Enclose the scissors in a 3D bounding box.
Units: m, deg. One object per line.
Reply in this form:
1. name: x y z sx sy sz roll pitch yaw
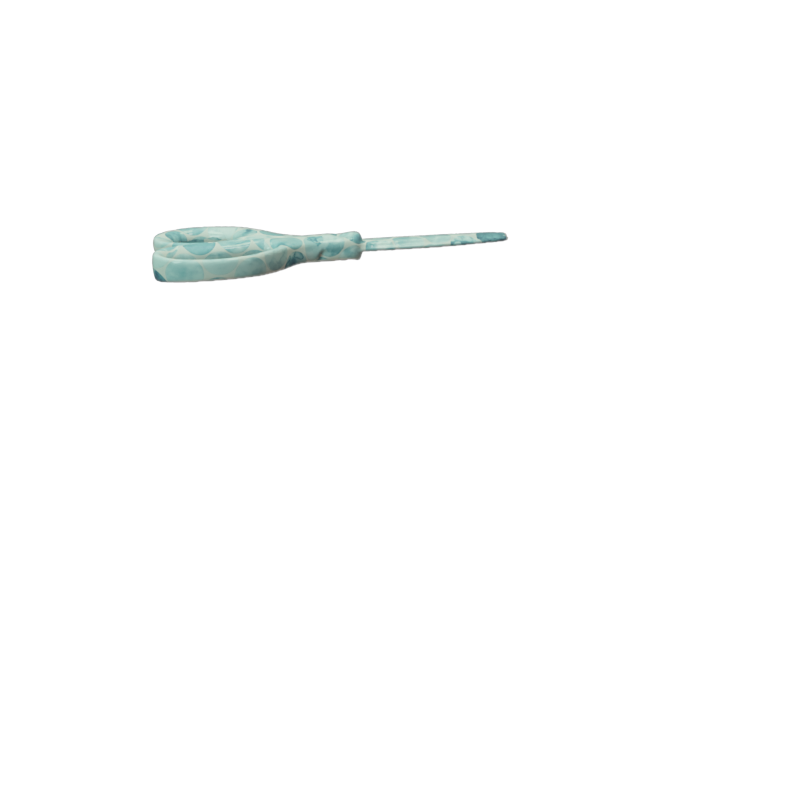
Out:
1. scissors: -0.048 -0.088 0.616 0.197 0.015 0.102 -12 22 -31
